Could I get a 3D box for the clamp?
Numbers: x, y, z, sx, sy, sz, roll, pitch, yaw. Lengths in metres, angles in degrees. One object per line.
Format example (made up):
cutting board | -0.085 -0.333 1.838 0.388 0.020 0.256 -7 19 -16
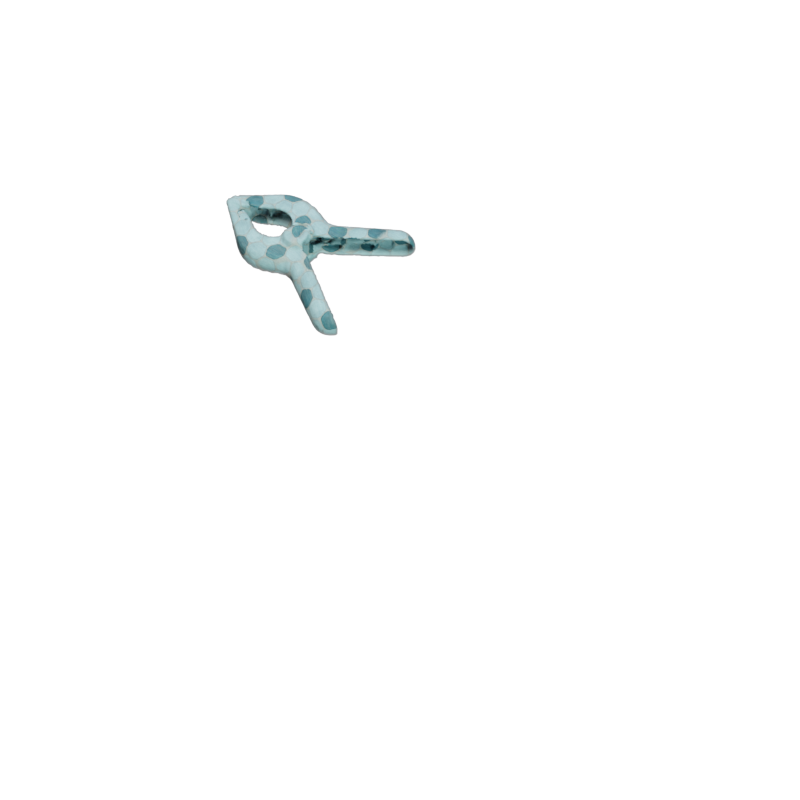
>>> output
clamp | -0.075 -0.137 0.963 0.121 0.036 0.183 -35 59 -26
